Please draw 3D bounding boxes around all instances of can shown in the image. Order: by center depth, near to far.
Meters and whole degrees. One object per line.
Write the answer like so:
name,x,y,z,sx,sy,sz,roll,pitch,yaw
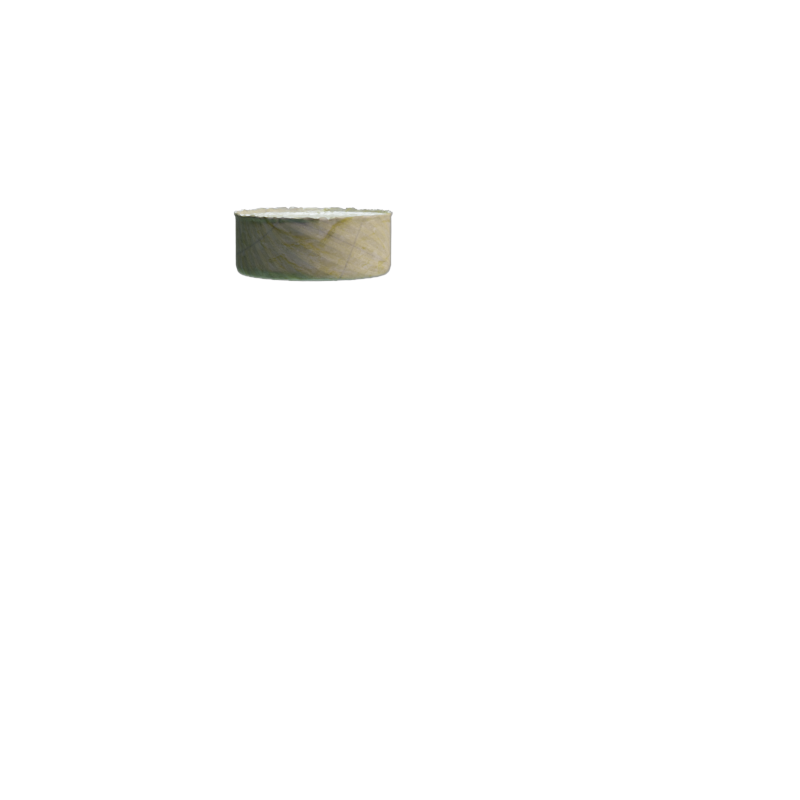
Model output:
can,-0.047,-0.086,0.600,0.086,0.033,0.088,0,12,-2
